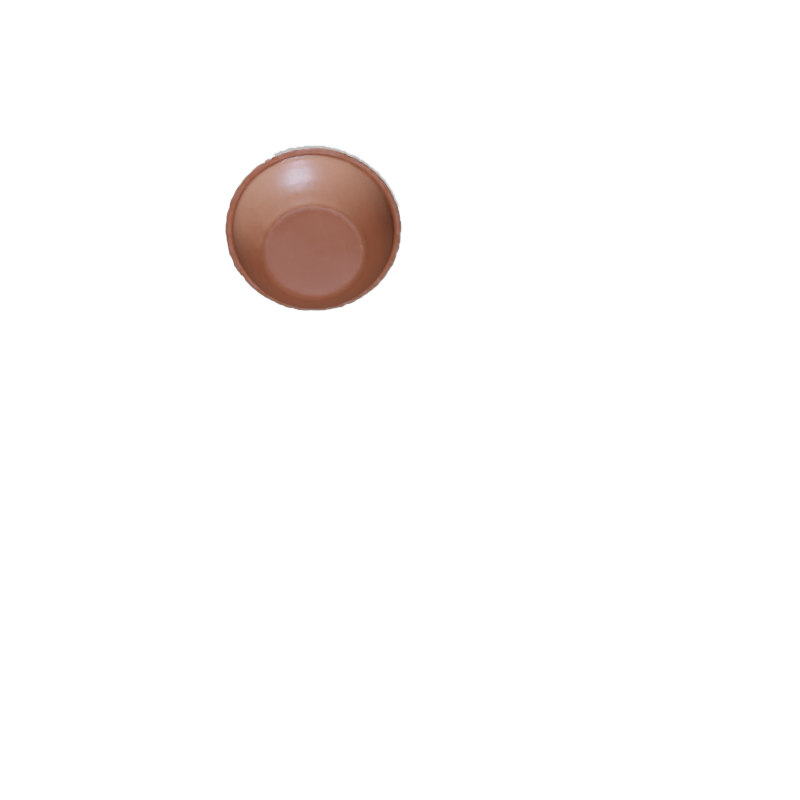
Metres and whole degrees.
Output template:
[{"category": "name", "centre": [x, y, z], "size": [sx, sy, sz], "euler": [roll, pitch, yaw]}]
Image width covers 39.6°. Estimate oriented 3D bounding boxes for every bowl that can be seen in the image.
[{"category": "bowl", "centre": [-0.078, -0.142, 0.994], "size": [0.162, 0.154, 0.058], "euler": [1, 24, -1]}]
